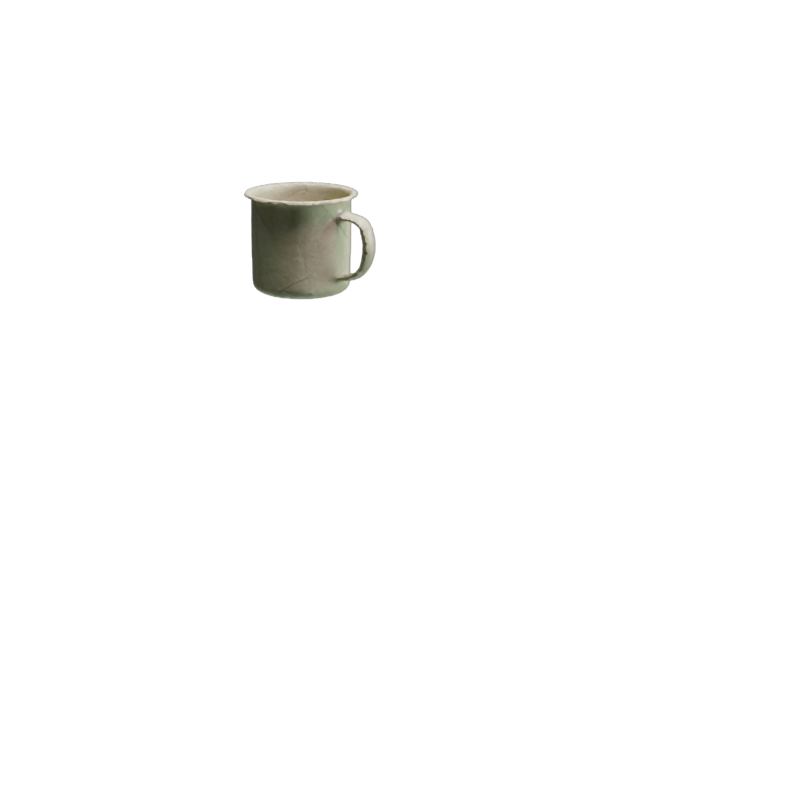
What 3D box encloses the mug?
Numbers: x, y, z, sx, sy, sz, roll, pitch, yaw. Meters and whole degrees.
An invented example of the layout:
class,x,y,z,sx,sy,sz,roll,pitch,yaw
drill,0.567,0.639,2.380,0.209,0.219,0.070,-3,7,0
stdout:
class,x,y,z,sx,sy,sz,roll,pitch,yaw
mug,-0.071,-0.129,0.905,0.122,0.079,0.092,12,21,30
